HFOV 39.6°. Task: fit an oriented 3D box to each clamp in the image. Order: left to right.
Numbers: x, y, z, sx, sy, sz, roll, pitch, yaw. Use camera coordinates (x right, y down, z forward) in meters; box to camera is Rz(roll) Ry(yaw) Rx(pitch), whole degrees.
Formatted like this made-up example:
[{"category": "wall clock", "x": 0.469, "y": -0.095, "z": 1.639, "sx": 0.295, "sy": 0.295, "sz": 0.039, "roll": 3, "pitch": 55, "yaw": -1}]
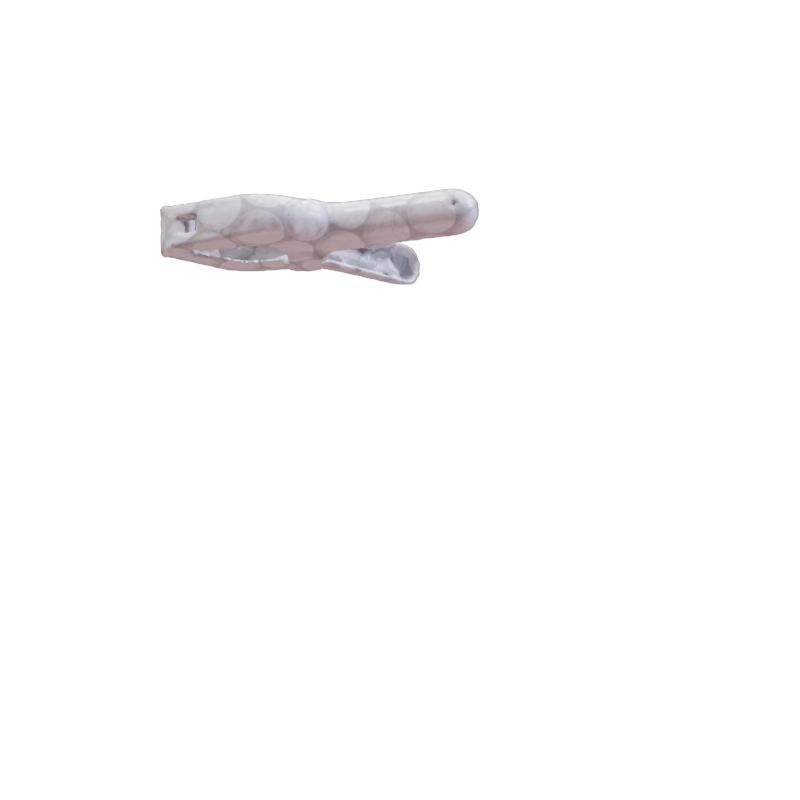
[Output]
[{"category": "clamp", "x": -0.050, "y": -0.091, "z": 0.635, "sx": 0.170, "sy": 0.041, "sz": 0.115, "roll": 1, "pitch": -18, "yaw": -4}]
